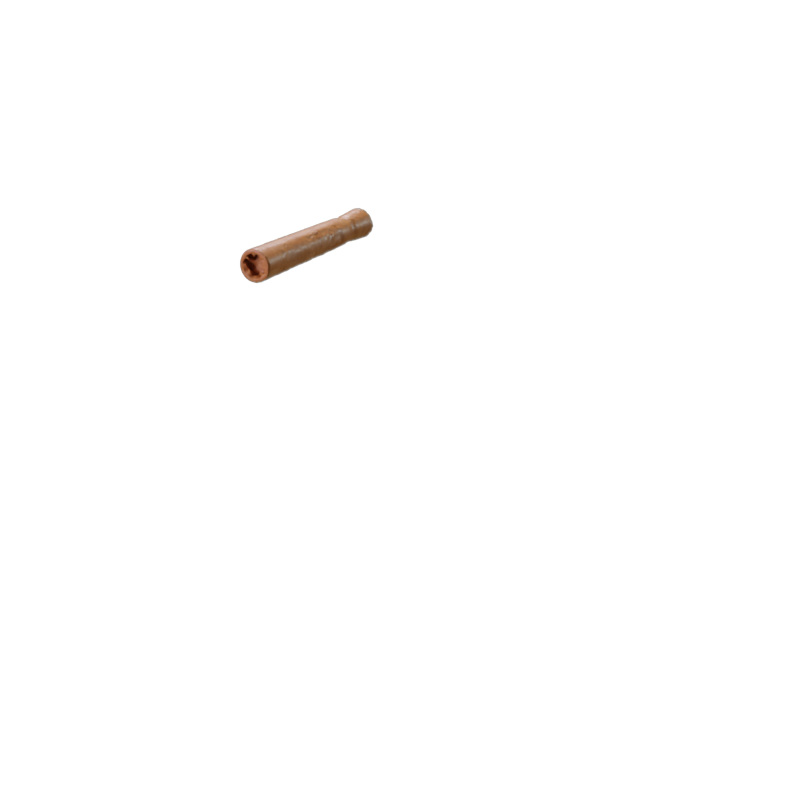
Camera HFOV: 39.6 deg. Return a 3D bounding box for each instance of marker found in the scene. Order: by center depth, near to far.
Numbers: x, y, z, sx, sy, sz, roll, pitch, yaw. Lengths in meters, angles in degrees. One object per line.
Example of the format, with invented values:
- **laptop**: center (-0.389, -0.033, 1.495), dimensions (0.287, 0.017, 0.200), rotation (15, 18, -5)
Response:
- **marker**: center (-0.049, -0.090, 0.632), dimensions (0.020, 0.019, 0.121), rotation (2, 20, 28)
